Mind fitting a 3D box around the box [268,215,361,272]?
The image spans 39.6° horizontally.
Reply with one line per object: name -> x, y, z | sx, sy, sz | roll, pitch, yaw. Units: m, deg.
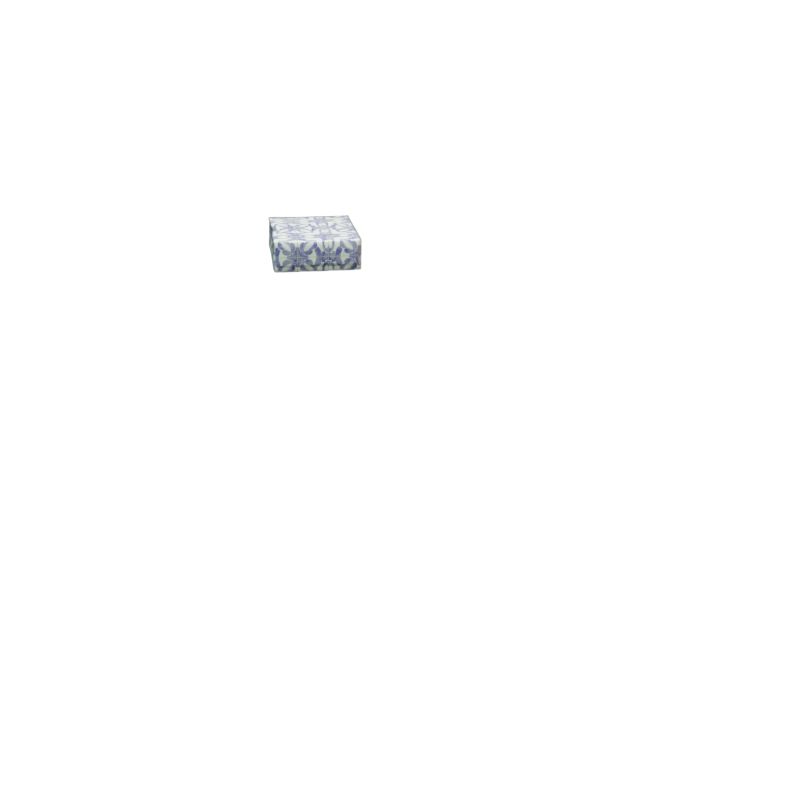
box -> -0.074, -0.136, 0.950 | 0.072, 0.029, 0.094 | -3, 22, -7
